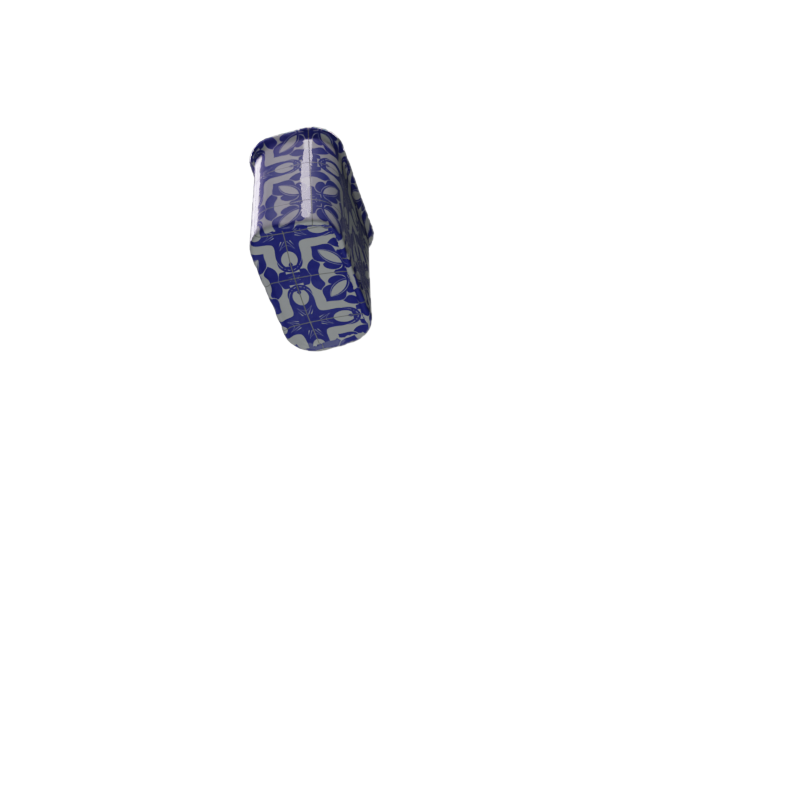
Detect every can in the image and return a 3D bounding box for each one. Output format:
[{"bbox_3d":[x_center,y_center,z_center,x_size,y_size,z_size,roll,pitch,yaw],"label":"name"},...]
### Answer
[{"bbox_3d":[-0.050,-0.092,0.642,0.058,0.094,0.090,-13,43,9],"label":"can"}]
